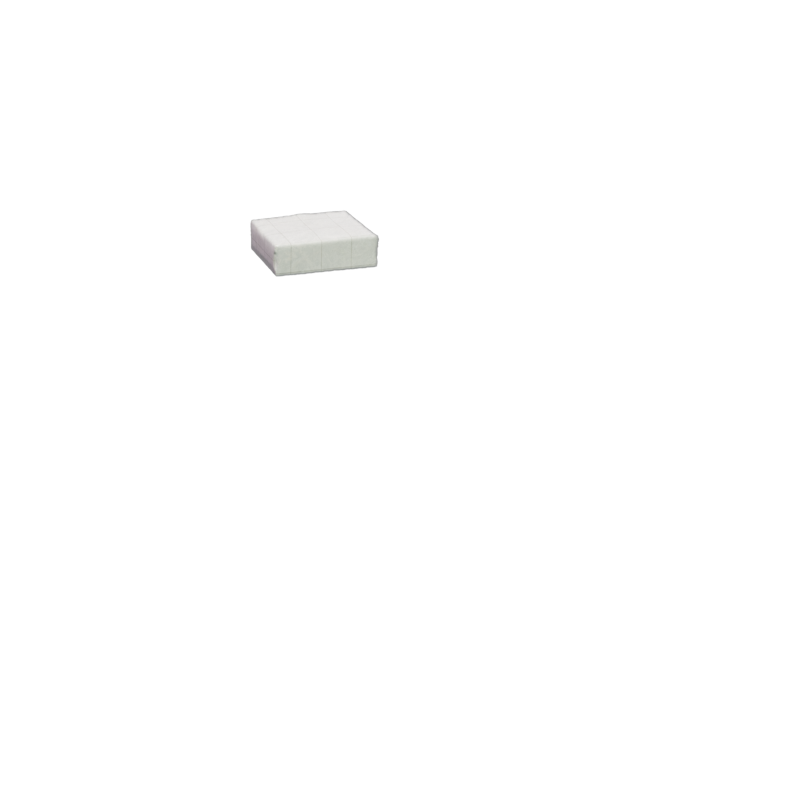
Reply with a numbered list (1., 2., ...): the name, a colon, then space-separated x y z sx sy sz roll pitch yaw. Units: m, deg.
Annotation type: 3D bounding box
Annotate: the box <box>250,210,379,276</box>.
1. box: -0.071 -0.130 0.912 0.088 0.029 0.078 -9 26 -19
